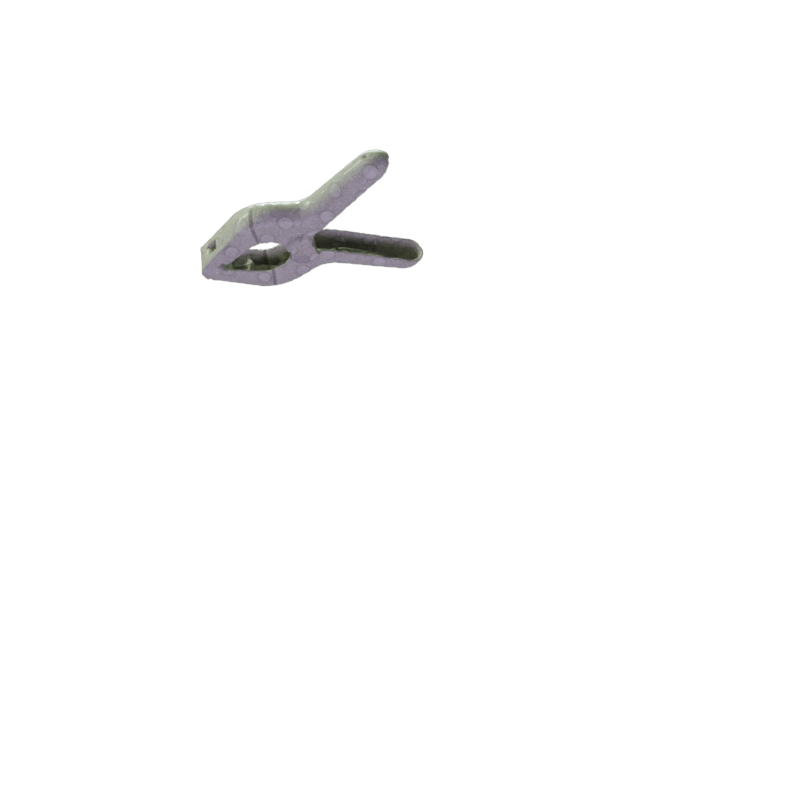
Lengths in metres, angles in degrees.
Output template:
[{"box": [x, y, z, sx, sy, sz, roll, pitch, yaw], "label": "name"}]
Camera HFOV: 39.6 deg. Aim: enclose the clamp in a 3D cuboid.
[{"box": [-0.067, -0.122, 0.856, 0.173, 0.042, 0.111, -18, -47, 17], "label": "clamp"}]
